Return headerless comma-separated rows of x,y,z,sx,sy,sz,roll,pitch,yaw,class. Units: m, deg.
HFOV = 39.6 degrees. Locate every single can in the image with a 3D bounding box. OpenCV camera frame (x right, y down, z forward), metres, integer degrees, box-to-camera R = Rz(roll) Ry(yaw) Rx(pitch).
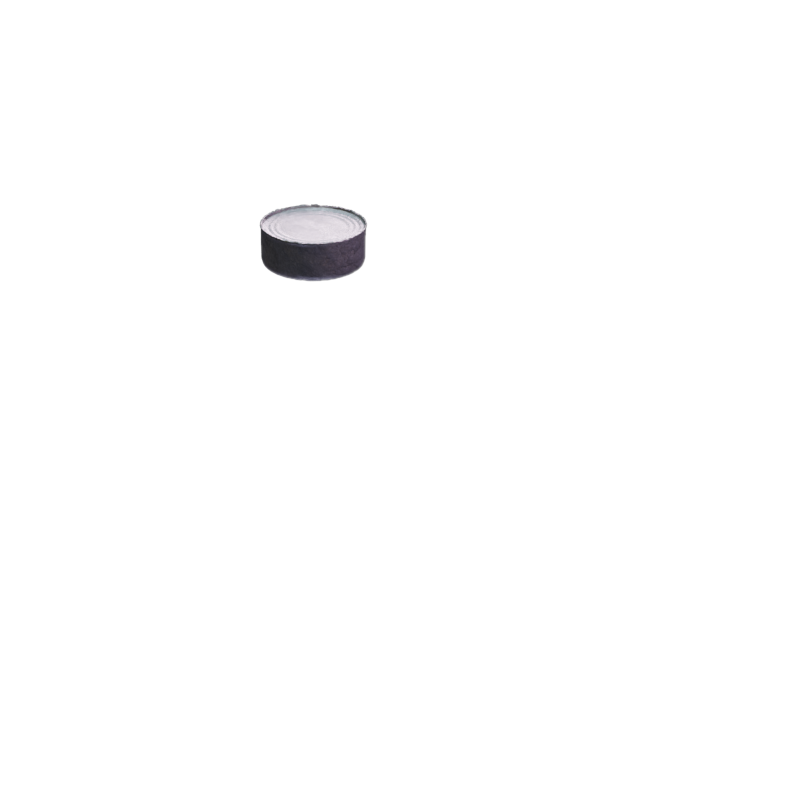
-0.070,-0.127,0.893,0.086,0.032,0.091,-1,28,-2,can
